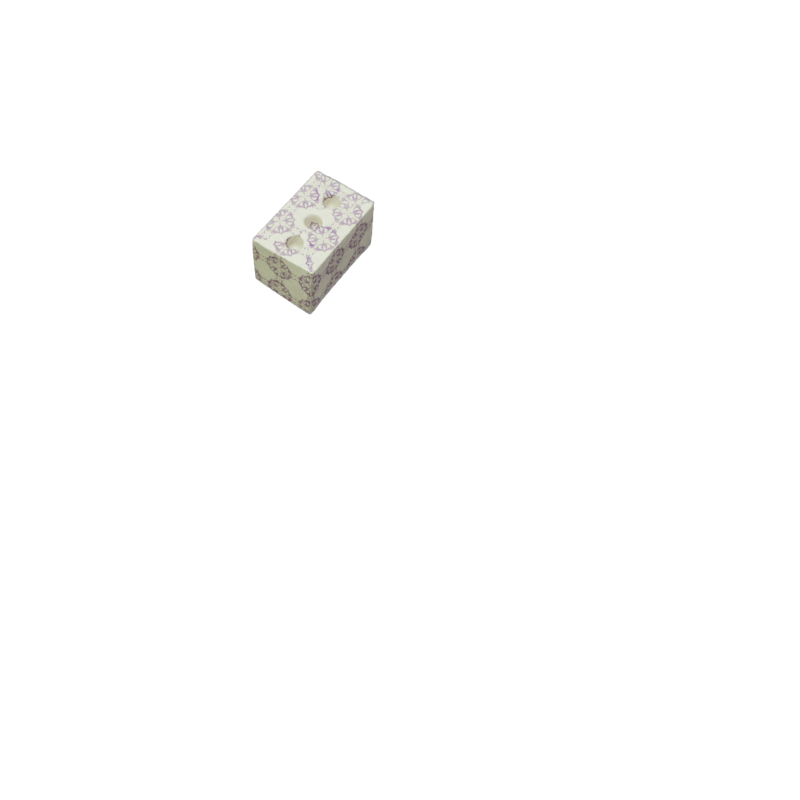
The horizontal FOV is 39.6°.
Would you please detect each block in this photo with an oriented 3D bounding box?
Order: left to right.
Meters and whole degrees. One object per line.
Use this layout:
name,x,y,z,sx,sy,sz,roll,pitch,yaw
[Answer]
block,-0.062,-0.113,0.790,0.055,0.080,0.048,30,-28,15
